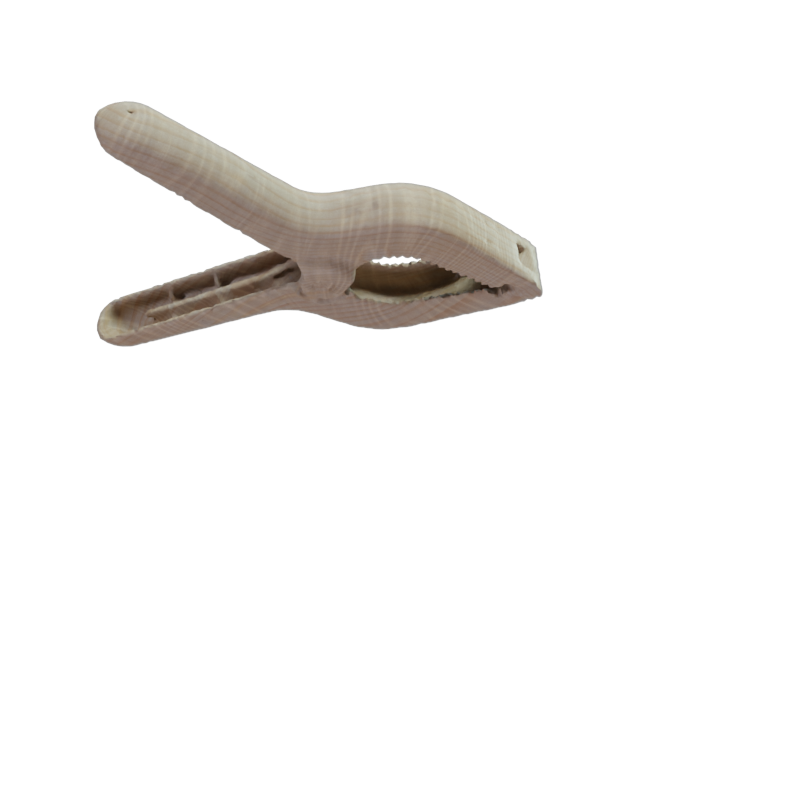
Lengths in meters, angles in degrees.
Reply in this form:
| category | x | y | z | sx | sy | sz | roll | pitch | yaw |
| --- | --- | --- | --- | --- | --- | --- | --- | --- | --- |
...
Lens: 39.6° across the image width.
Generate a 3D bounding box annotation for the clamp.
| category | x | y | z | sx | sy | sz | roll | pitch | yaw |
| --- | --- | --- | --- | --- | --- | --- | --- | --- | --- |
| clamp | -0.039 | -0.070 | 0.492 | 0.209 | 0.039 | 0.155 | 1 | -29 | -3 |
